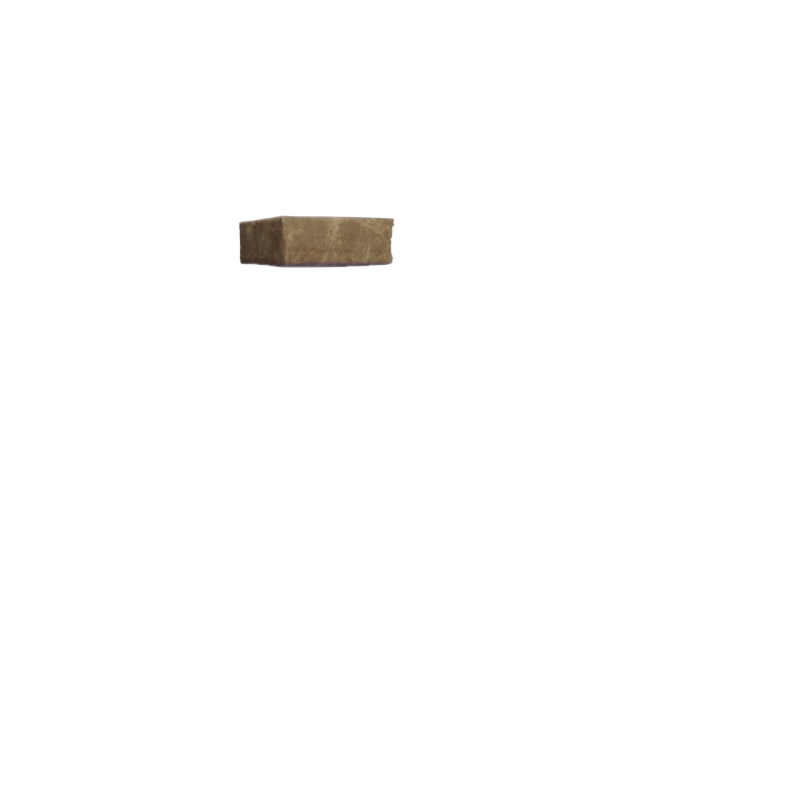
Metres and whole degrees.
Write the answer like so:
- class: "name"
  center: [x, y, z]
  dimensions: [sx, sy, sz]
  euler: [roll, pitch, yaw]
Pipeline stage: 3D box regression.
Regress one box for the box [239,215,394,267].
- class: "box"
  center: [-0.067, -0.123, 0.860]
  dimensions: [0.087, 0.038, 0.118]
  euler: [-3, 8, -23]
